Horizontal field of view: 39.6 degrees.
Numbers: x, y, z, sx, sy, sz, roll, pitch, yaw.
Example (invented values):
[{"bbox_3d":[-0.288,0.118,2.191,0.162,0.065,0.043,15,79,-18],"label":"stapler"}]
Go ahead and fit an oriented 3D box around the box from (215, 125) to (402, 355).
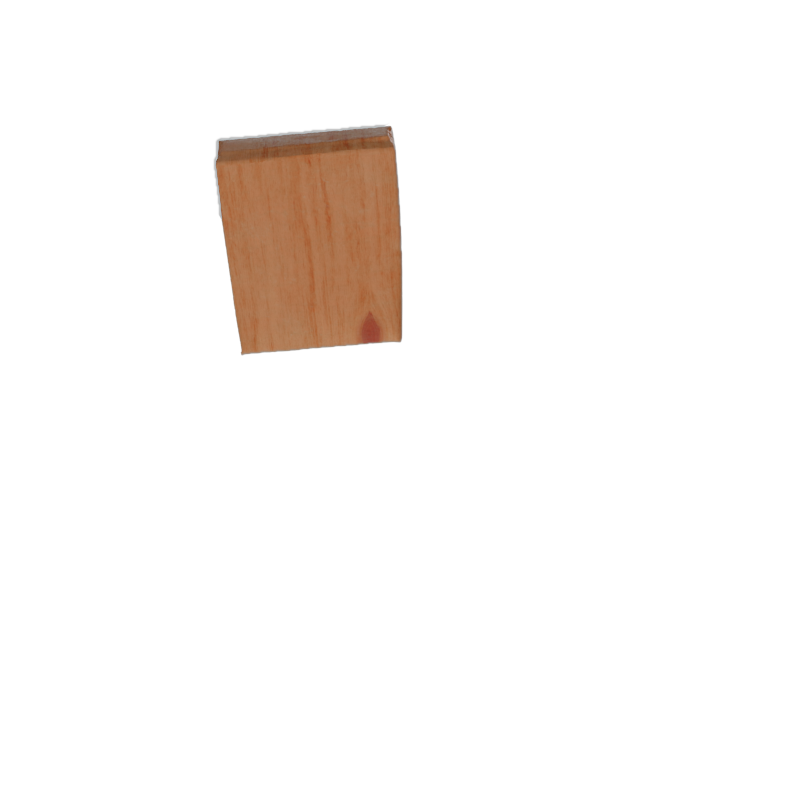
[{"bbox_3d":[-0.045,-0.082,0.571,0.090,0.107,0.041,-3,26,1],"label":"box"}]
